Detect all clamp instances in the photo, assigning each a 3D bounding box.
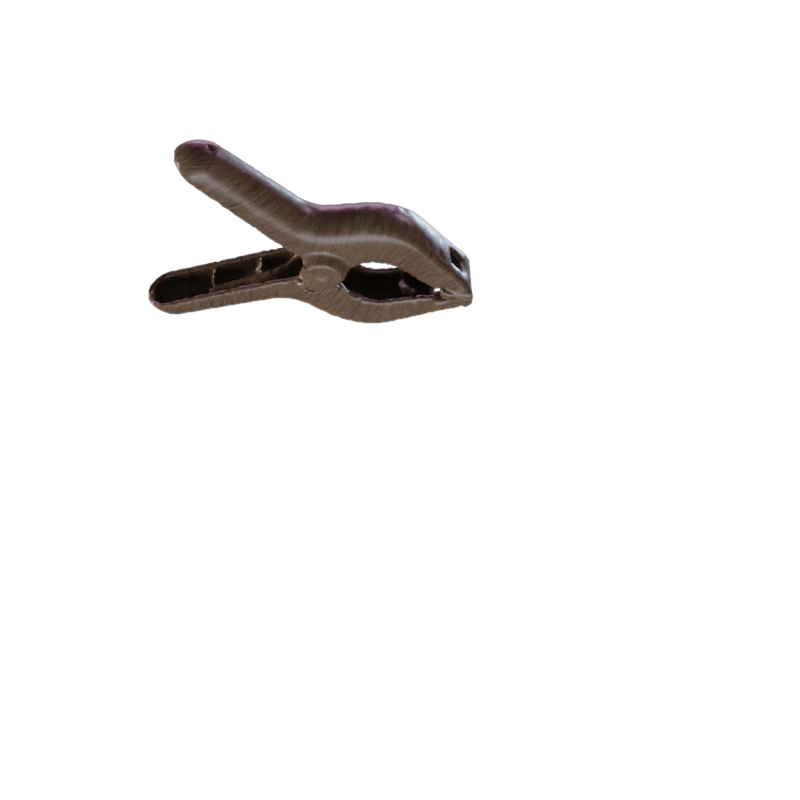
[{"bbox_3d":[-0.044,-0.081,0.564,0.170,0.042,0.113,2,-30,-5],"label":"clamp"}]
